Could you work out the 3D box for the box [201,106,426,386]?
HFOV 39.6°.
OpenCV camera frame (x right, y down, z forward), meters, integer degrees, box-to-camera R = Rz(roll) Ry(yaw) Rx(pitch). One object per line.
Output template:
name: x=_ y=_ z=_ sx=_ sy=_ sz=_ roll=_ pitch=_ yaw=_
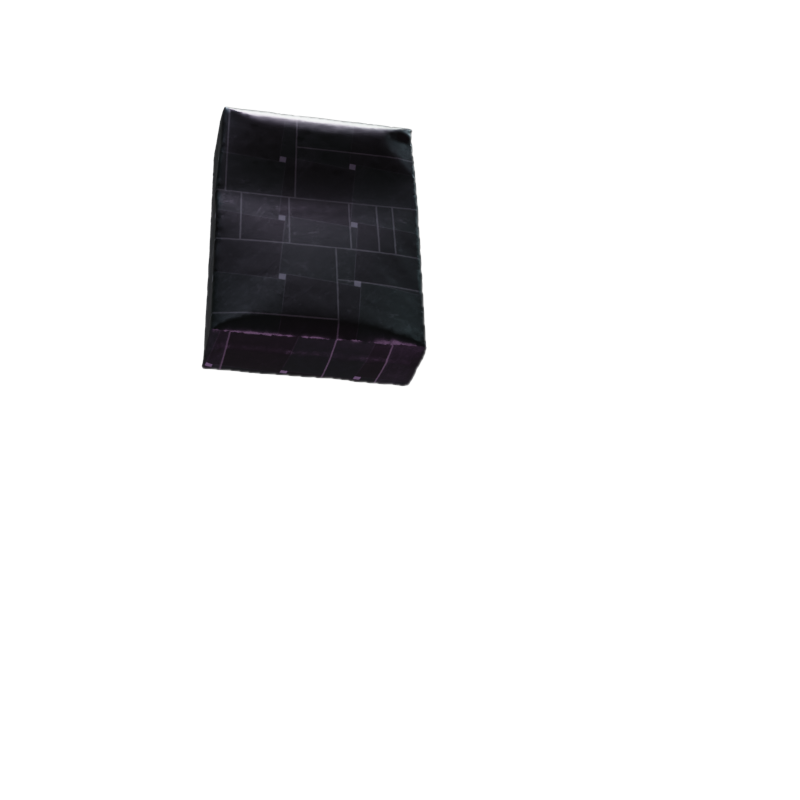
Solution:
box: x=-0.069 y=-0.126 z=0.880 sx=0.162 sy=0.228 sz=0.068 roll=4 pitch=-32 yaw=-10
